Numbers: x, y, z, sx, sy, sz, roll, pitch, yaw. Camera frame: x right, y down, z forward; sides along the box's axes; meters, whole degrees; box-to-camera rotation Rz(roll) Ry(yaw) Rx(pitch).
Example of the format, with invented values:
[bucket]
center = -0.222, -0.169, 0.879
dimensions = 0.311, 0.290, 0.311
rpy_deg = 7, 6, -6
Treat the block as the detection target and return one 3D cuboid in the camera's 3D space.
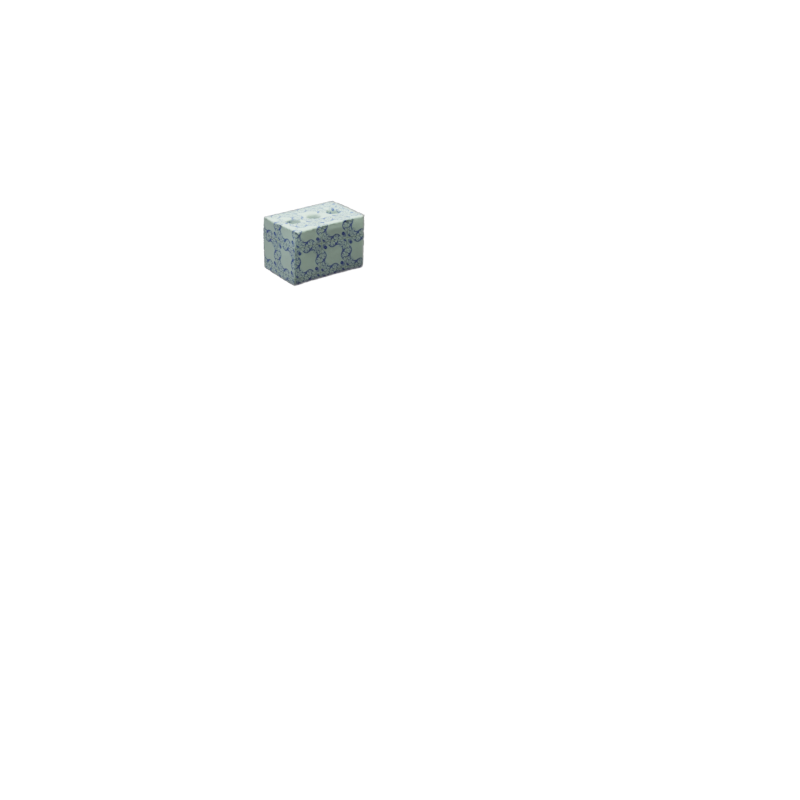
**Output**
[block]
center = -0.078, -0.143, 1.000
dimensions = 0.077, 0.049, 0.056
rpy_deg = -19, 32, -34
